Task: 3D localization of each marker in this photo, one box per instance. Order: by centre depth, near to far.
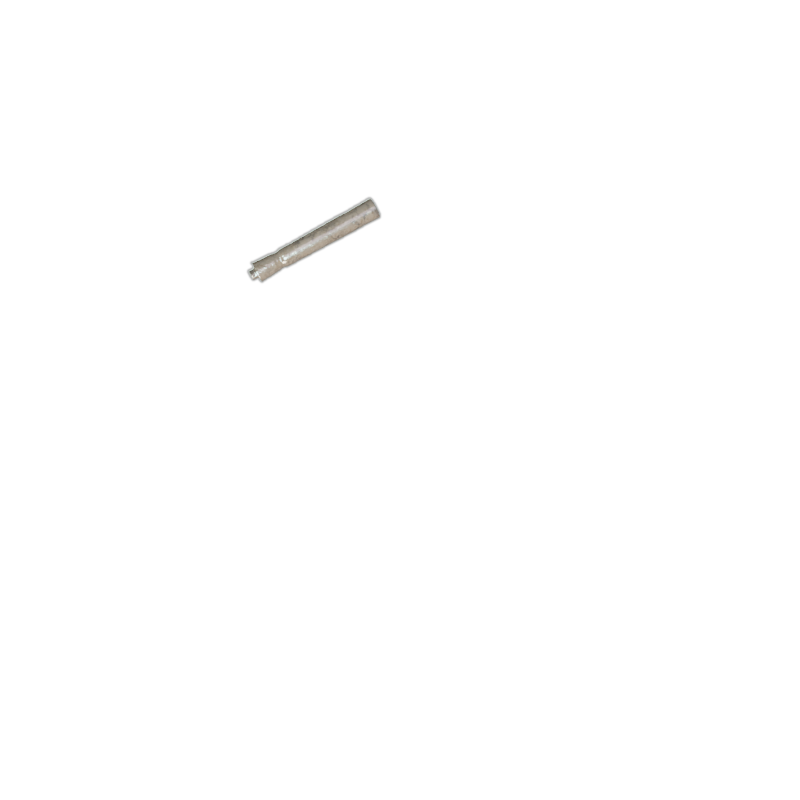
[{"bbox_3d":[-0.073,-0.134,0.937,0.121,0.020,0.020,-29,7,-4],"label":"marker"}]
